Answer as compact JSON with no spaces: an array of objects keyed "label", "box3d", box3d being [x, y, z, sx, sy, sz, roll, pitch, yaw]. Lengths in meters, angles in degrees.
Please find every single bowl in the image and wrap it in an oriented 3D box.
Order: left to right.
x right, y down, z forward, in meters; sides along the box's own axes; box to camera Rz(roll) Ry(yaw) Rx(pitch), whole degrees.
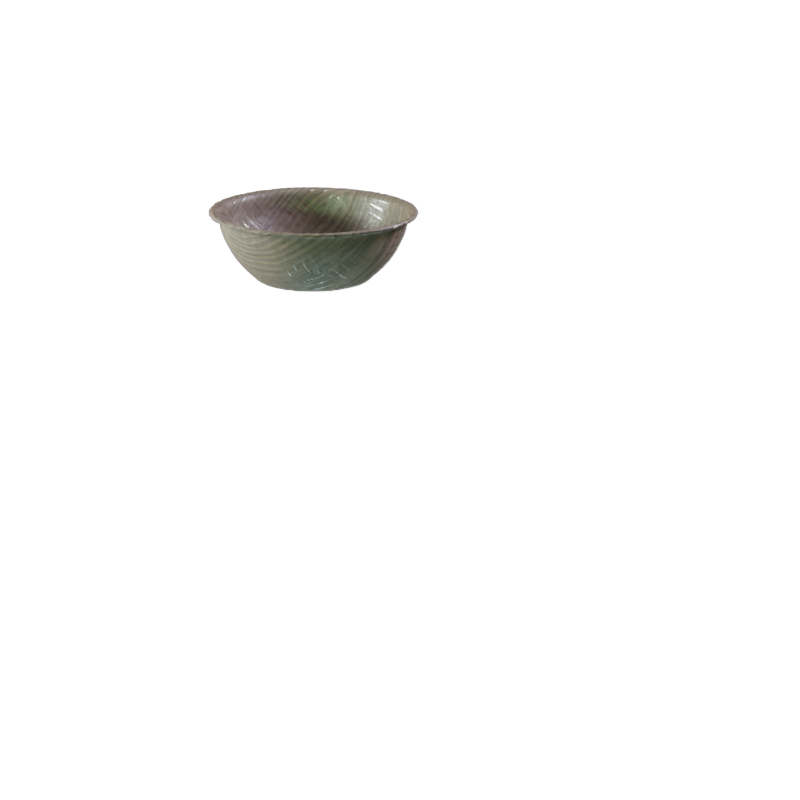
[{"label":"bowl","box3d":[-0.067,-0.123,0.862,0.162,0.053,0.169,-1,21,-2]}]
